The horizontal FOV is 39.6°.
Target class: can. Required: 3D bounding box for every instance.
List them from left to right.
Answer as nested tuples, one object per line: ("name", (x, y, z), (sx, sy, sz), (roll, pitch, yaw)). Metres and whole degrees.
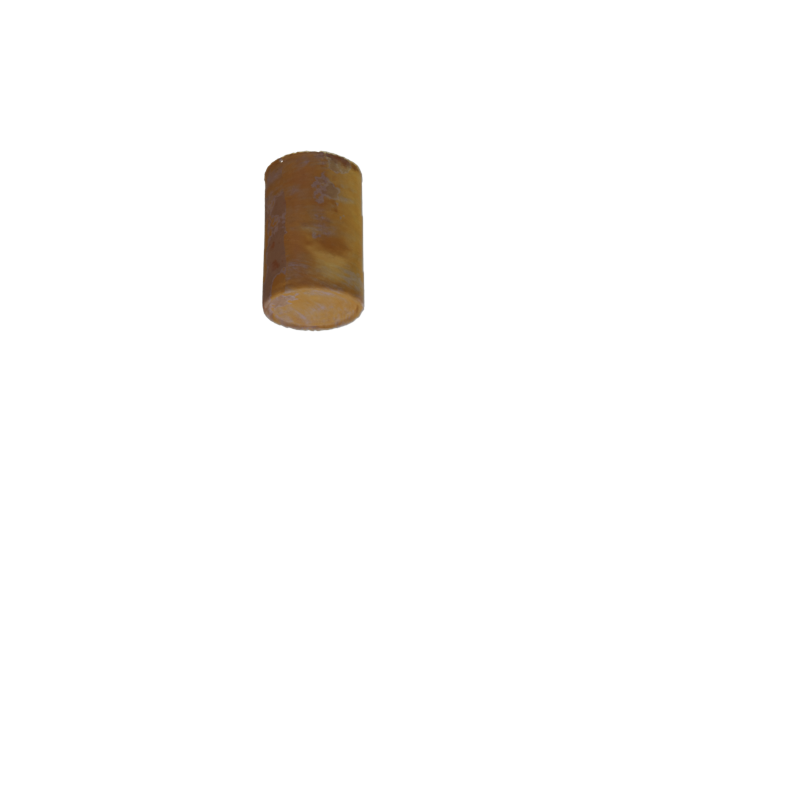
("can", (-0.058, -0.106, 0.740), (0.068, 0.108, 0.065), (0, -26, -2))
